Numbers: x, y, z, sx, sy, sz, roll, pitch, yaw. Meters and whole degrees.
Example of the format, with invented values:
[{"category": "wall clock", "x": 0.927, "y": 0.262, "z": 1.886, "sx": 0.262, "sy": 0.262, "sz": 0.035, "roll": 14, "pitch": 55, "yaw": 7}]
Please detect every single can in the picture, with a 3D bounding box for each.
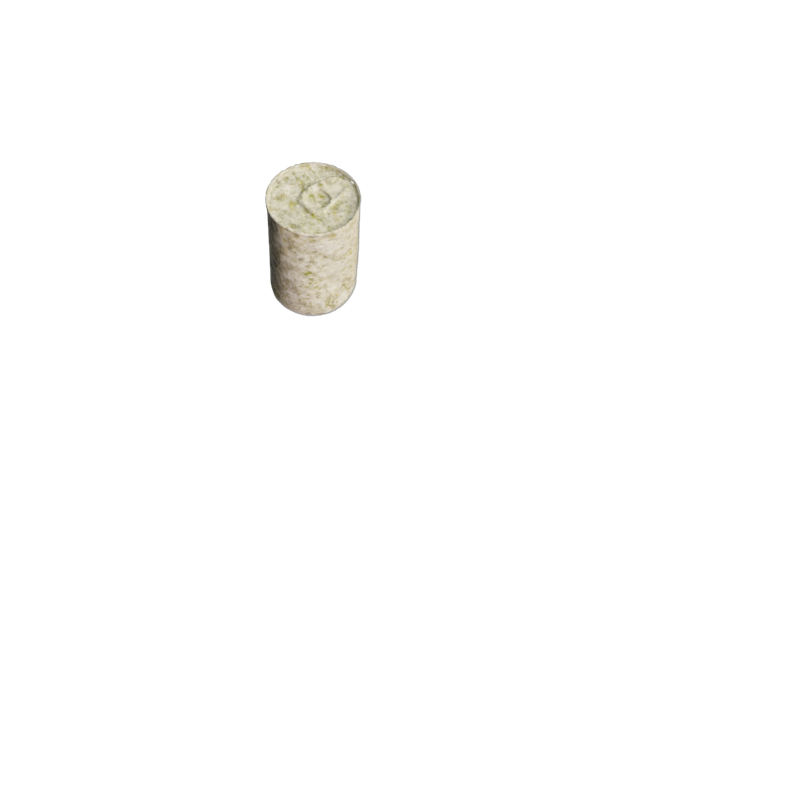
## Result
[{"category": "can", "x": -0.064, "y": -0.117, "z": 0.820, "sx": 0.068, "sy": 0.073, "sz": 0.096, "roll": 0, "pitch": -34, "yaw": -3}]
